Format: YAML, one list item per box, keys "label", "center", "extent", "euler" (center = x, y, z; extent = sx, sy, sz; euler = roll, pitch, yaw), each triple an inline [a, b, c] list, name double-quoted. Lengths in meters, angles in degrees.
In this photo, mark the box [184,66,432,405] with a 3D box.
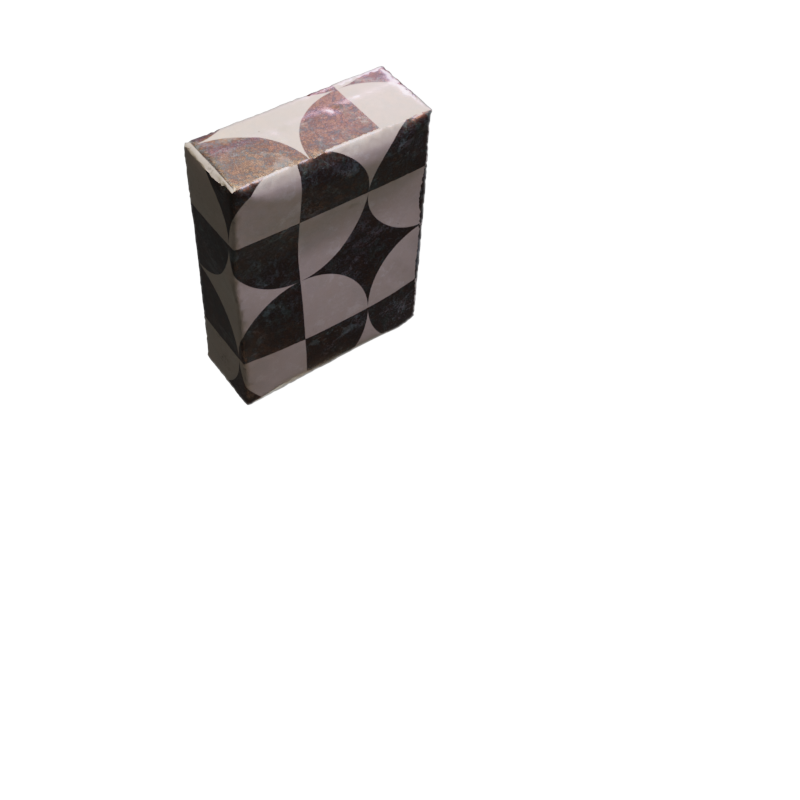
- label: "box"
  center: [-0.064, -0.116, 0.811]
  extent: [0.164, 0.199, 0.077]
  euler: [-28, 55, -25]
